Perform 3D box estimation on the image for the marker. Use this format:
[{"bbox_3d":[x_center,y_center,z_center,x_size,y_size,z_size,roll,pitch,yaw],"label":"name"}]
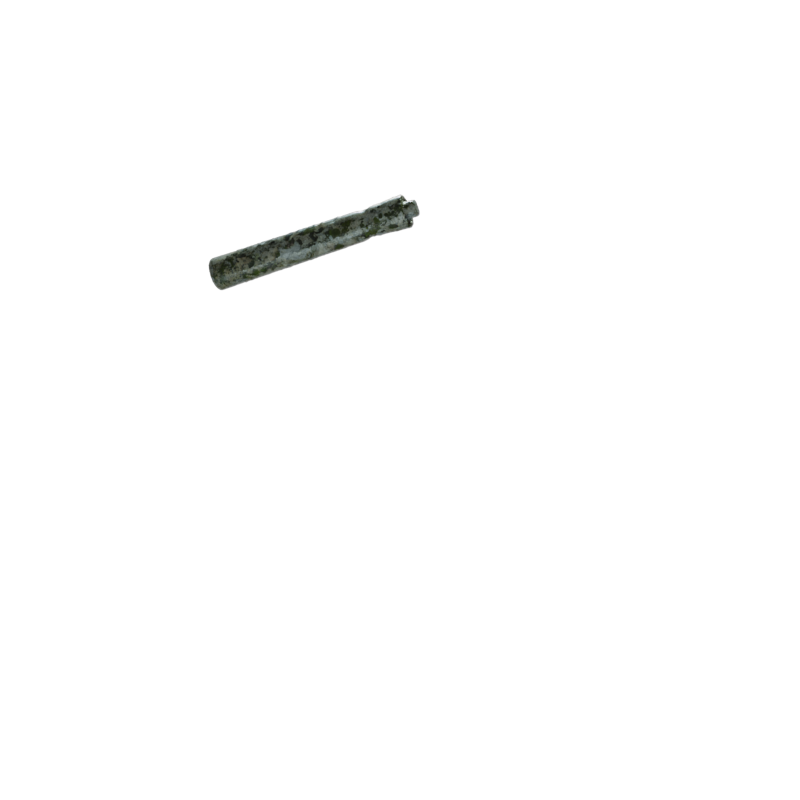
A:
[{"bbox_3d":[-0.047,-0.086,0.604,0.122,0.020,0.019,-16,-1,17],"label":"marker"}]
